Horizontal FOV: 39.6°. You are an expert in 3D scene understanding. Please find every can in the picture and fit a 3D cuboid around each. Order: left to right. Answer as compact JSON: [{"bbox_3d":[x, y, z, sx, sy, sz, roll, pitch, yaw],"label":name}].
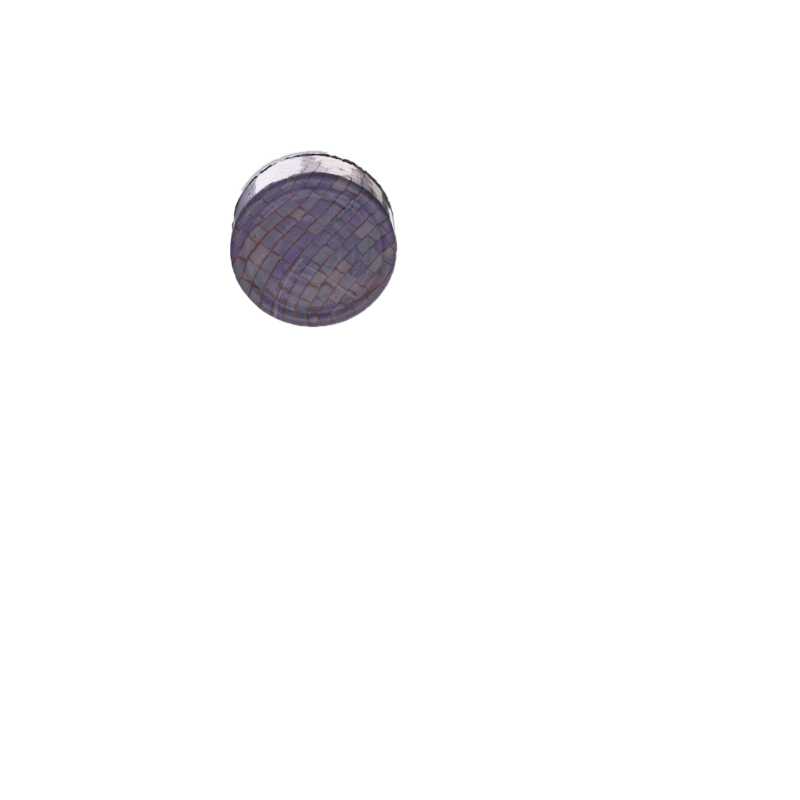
[{"bbox_3d":[-0.045,-0.081,0.569,0.086,0.081,0.035,1,25,-1],"label":"can"}]
